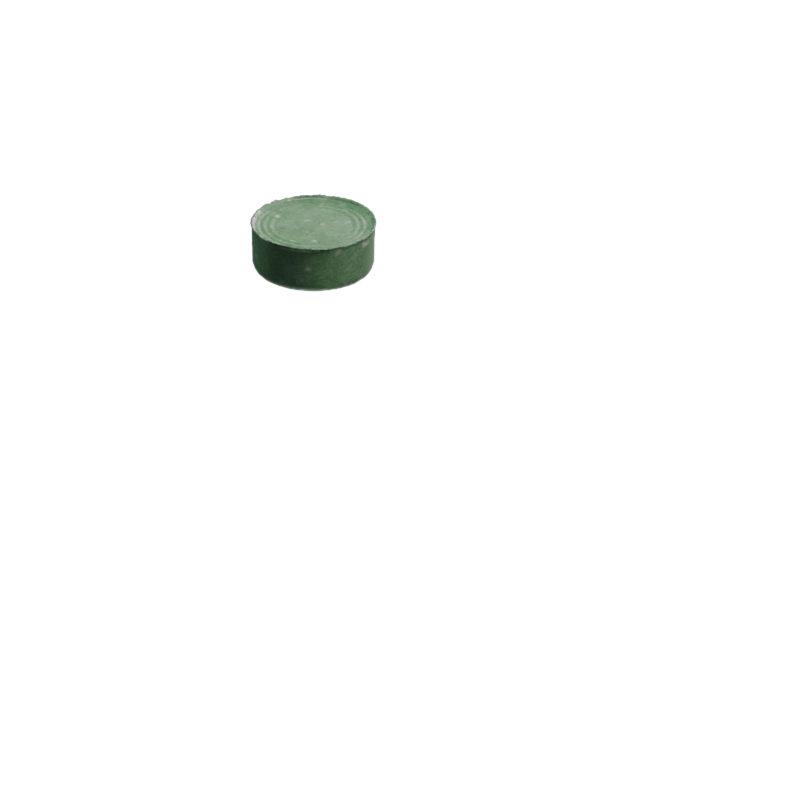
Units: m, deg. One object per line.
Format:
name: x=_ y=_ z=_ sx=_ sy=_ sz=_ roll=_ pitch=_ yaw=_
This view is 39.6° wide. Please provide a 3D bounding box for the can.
can: x=-0.060 y=-0.109 z=0.761 sx=0.086 sy=0.032 sz=0.091 roll=-1 pitch=32 yaw=-2
